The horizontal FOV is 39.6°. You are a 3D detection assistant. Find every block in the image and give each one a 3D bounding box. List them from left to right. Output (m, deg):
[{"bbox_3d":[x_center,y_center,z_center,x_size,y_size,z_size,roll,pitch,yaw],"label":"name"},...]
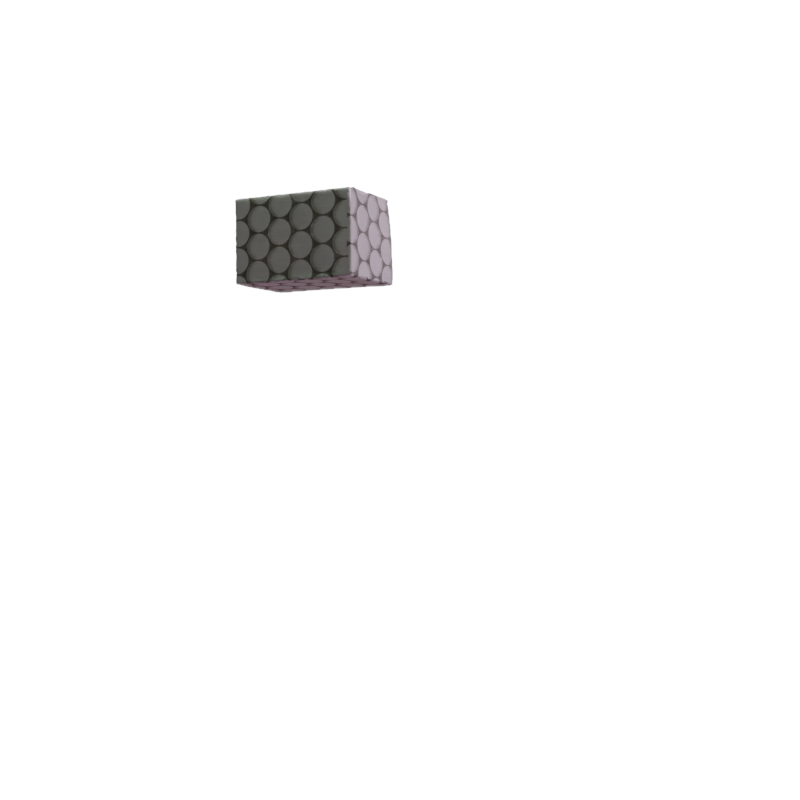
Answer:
[{"bbox_3d":[-0.050,-0.092,0.643,0.080,0.052,0.050,-2,-5,27],"label":"block"}]
